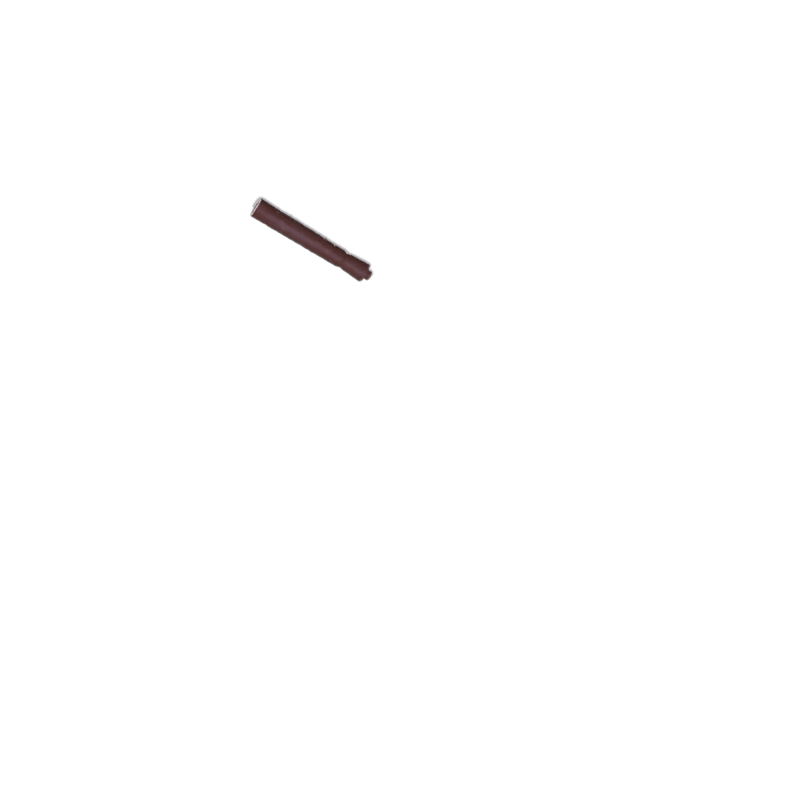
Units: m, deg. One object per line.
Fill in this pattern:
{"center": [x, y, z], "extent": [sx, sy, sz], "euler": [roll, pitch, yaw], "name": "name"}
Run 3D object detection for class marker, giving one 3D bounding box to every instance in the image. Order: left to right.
{"center": [-0.077, -0.140, 0.979], "extent": [0.118, 0.020, 0.020], "euler": [30, -4, -11], "name": "marker"}
